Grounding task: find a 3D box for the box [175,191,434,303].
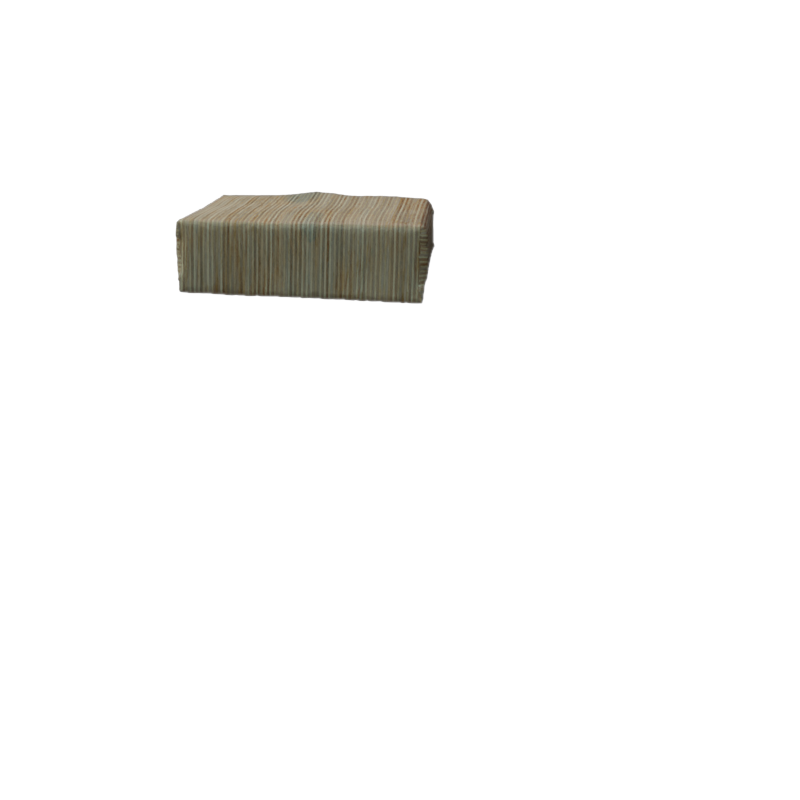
[{"bbox_3d":[-0.033,-0.060,0.419,0.090,0.029,0.075,2,16,6],"label":"box"}]
